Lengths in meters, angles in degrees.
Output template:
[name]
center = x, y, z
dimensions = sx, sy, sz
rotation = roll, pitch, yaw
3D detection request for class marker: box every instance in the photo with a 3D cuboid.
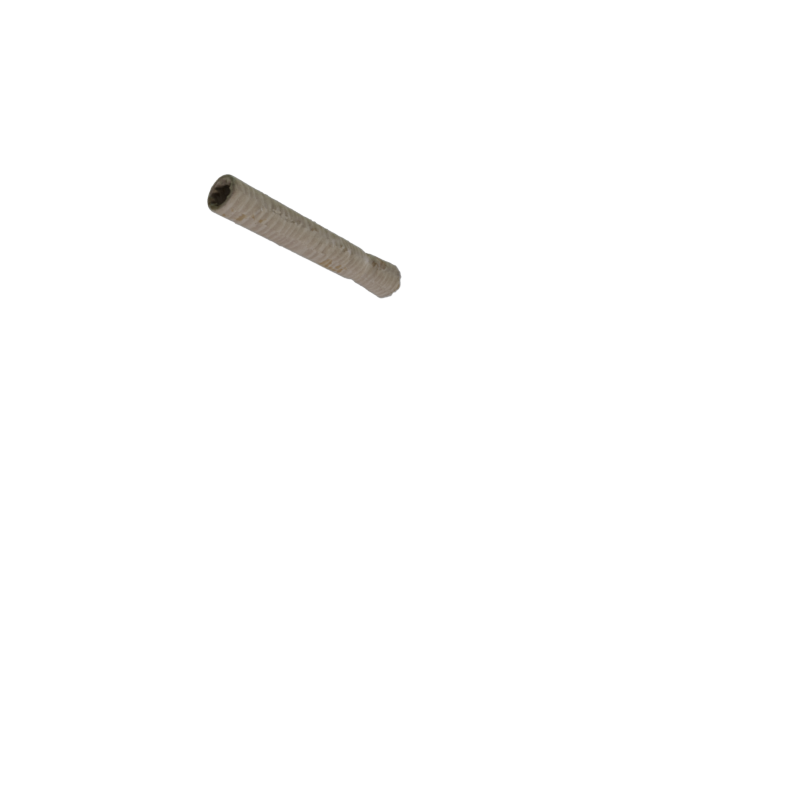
[marker]
center = -0.042, -0.077, 0.537
dimensions = 0.113, 0.020, 0.021
rotation = 24, -13, -41
